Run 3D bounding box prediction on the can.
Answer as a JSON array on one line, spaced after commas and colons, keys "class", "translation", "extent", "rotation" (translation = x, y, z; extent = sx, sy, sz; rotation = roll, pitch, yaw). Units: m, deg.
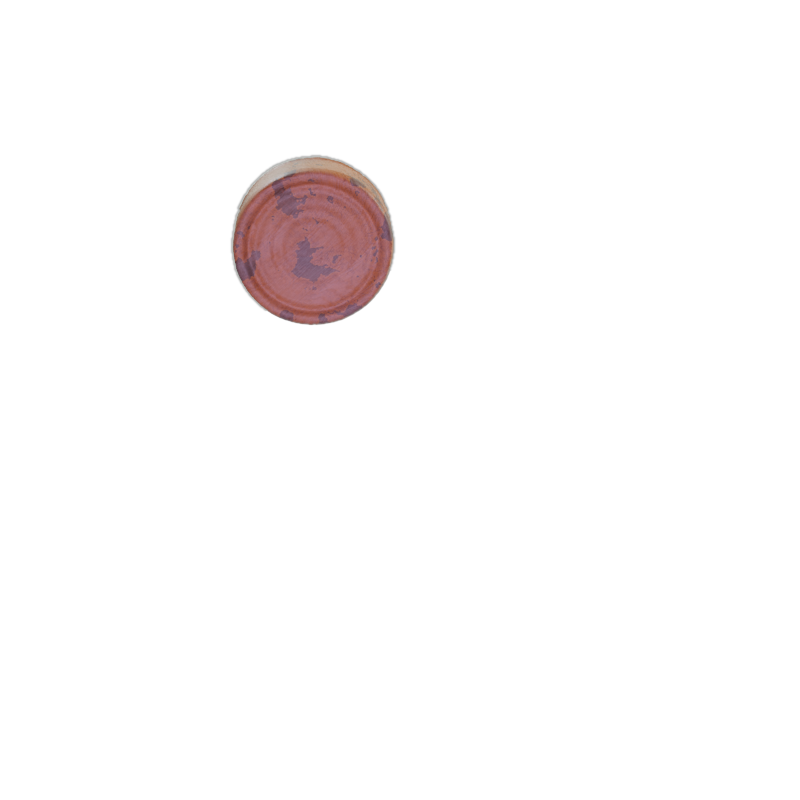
[{"class": "can", "translation": [-0.046, -0.084, 0.588], "extent": [0.086, 0.083, 0.035], "rotation": [0, 16, -1]}]
